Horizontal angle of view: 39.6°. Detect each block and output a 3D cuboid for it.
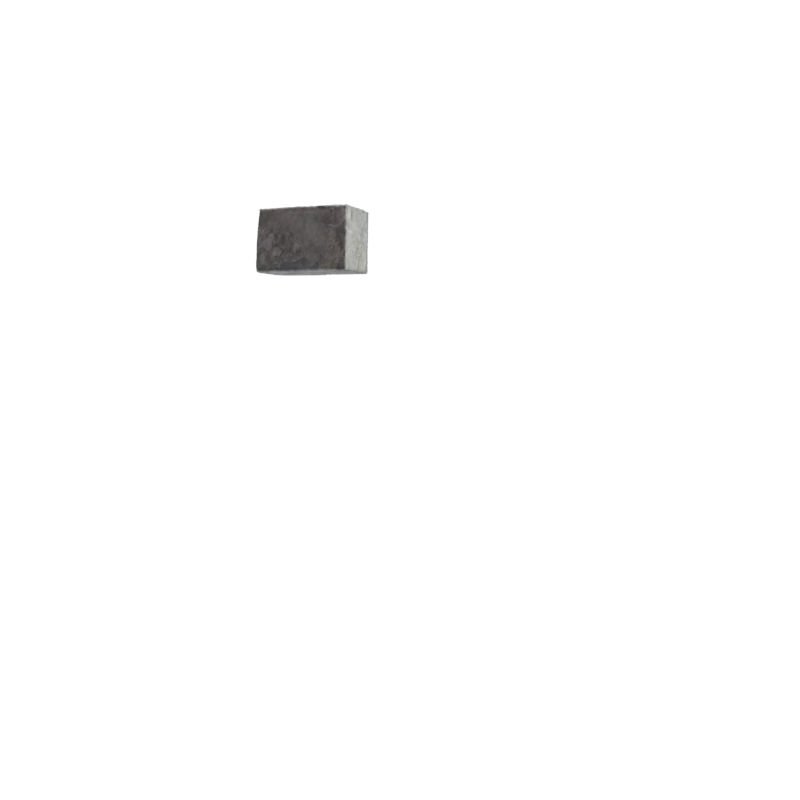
[{"bbox_3d":[-0.070,-0.127,0.890,0.080,0.052,0.051,0,-1,21],"label":"block"}]
